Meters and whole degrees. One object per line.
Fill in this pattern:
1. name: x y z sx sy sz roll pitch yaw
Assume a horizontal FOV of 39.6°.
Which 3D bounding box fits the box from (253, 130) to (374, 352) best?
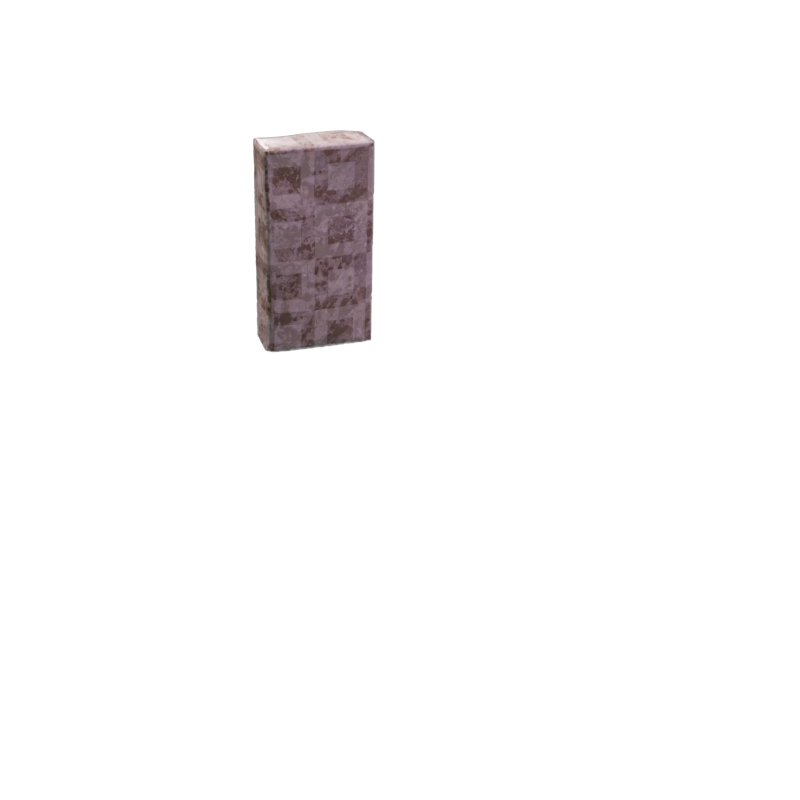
1. box: -0.071 -0.129 0.906 0.092 0.168 0.051 -6 22 -18
